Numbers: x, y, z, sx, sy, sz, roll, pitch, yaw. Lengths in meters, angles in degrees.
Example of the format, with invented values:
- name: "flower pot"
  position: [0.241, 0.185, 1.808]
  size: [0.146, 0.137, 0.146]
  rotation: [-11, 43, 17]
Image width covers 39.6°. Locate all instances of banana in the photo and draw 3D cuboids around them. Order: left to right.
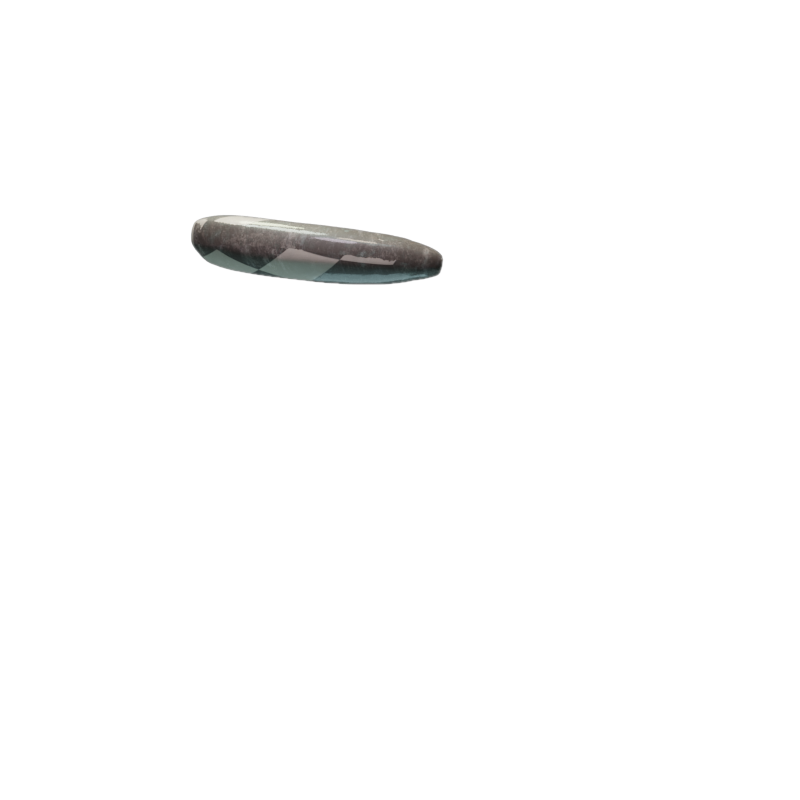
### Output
- name: "banana"
  position: [-0.072, -0.103, 0.737]
  size: [0.207, 0.035, 0.069]
  rotation: [13, 22, 32]
